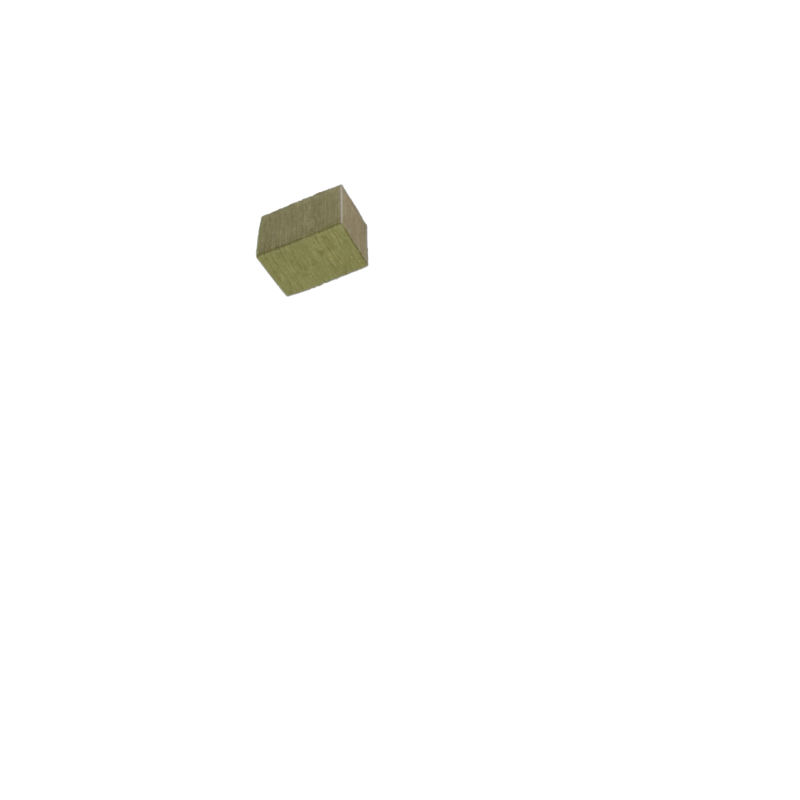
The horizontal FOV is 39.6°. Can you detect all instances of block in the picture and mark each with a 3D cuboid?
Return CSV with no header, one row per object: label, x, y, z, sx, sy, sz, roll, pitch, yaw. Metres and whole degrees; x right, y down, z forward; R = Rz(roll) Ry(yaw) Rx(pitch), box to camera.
block,-0.071,-0.129,0.904,0.078,0.055,0.049,-19,-48,16
